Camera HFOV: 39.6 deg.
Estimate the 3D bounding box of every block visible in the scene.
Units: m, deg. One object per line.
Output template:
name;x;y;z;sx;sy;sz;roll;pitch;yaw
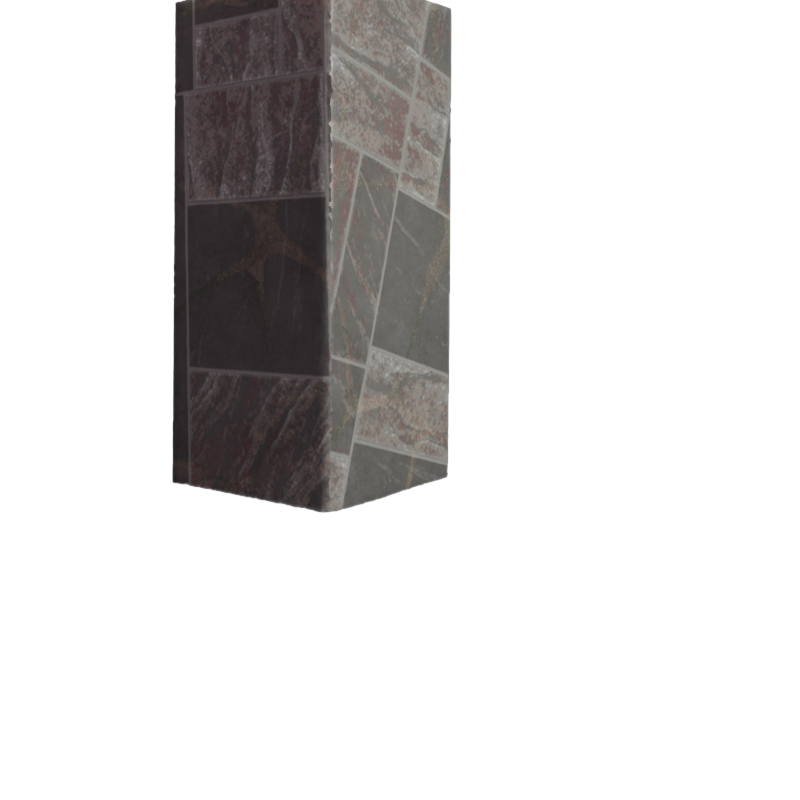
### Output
block;-0.037;-0.069;0.481;0.094;0.206;0.087;1;2;37
